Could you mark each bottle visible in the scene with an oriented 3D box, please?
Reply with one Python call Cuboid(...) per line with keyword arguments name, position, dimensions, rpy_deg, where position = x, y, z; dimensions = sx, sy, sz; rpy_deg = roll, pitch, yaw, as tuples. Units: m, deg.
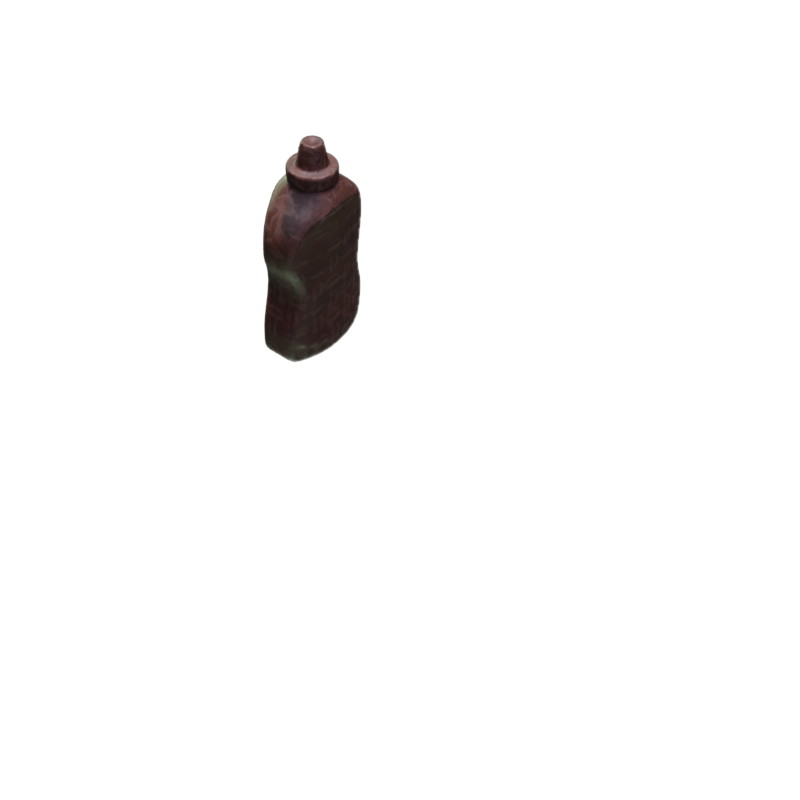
Cuboid(name="bottle", position=(-0.070, -0.127, 0.885), dimensions=(0.062, 0.179, 0.097), rpy_deg=(29, 49, 25))
